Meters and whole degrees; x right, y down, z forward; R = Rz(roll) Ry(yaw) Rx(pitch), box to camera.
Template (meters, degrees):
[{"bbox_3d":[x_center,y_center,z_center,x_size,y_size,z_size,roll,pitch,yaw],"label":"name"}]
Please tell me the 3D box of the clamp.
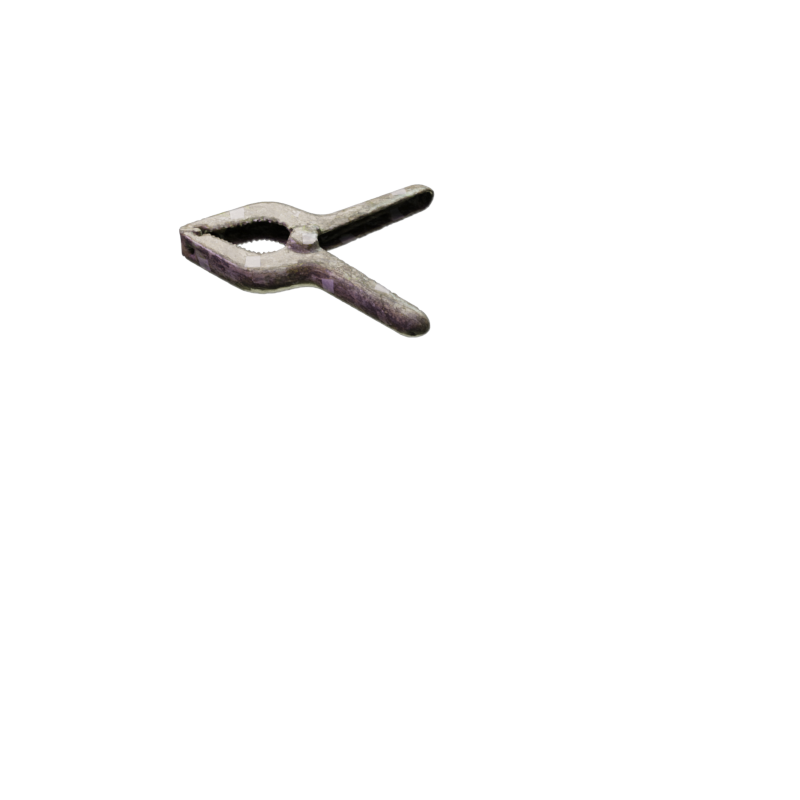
[{"bbox_3d":[-0.070,-0.127,0.891,0.213,0.034,0.174,8,46,8],"label":"clamp"}]
